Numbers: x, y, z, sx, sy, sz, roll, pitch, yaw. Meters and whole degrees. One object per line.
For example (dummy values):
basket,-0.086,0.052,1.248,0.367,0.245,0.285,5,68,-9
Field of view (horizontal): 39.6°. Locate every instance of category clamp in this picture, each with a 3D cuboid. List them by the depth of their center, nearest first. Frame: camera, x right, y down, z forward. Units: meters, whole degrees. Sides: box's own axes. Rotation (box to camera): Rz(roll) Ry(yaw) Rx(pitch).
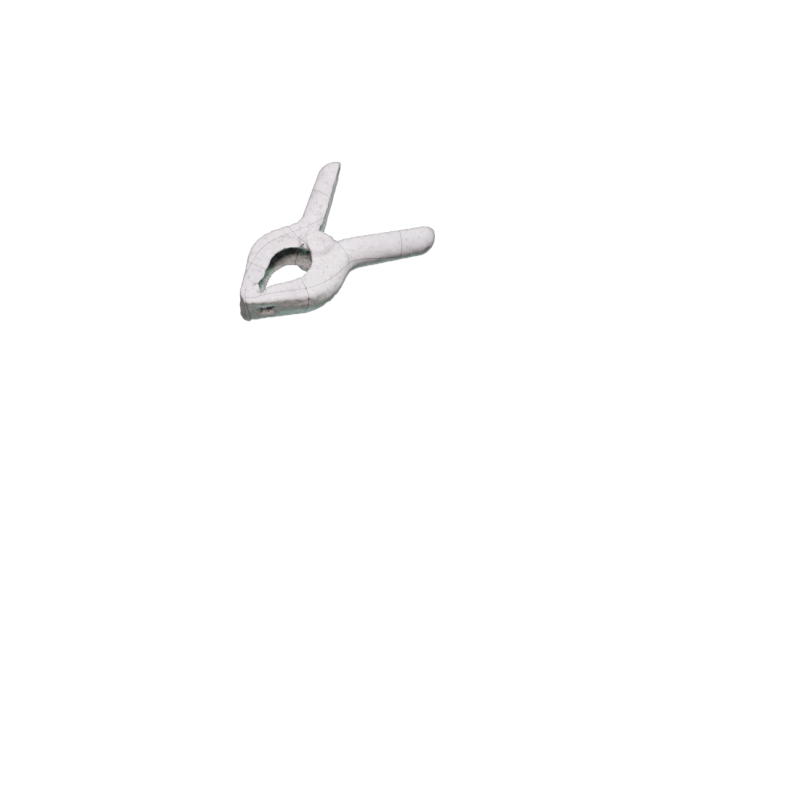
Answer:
clamp,-0.071,-0.129,0.902,0.171,0.036,0.129,-31,55,-25
